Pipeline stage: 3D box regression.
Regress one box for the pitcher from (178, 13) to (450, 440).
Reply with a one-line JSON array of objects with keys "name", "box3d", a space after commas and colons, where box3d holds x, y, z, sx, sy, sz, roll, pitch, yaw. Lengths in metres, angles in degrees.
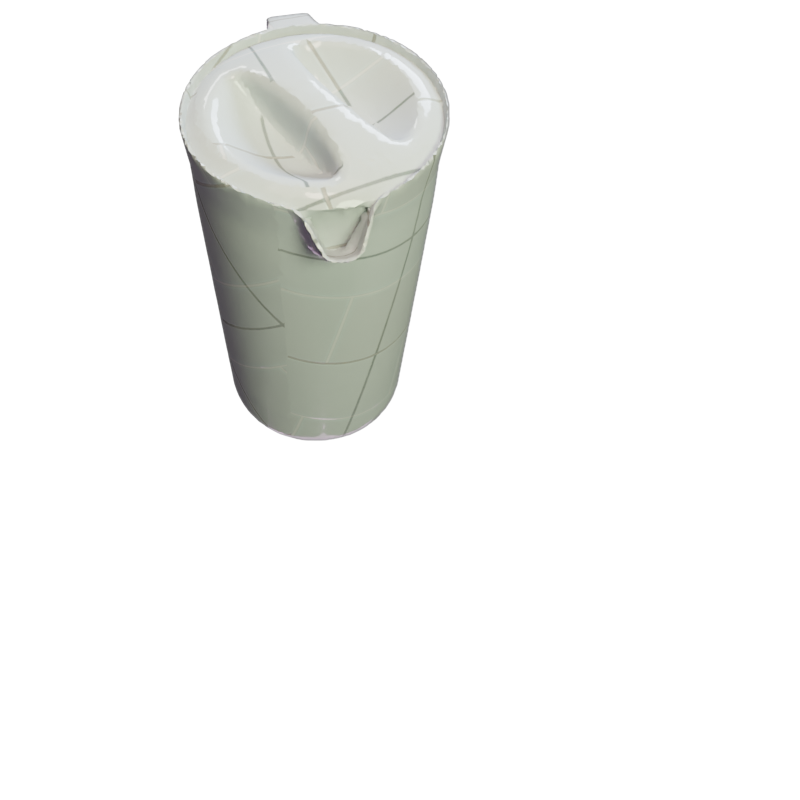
[{"name": "pitcher", "box3d": [-0.050, -0.091, 0.638, 0.151, 0.153, 0.227, 29, -32, 17]}]
